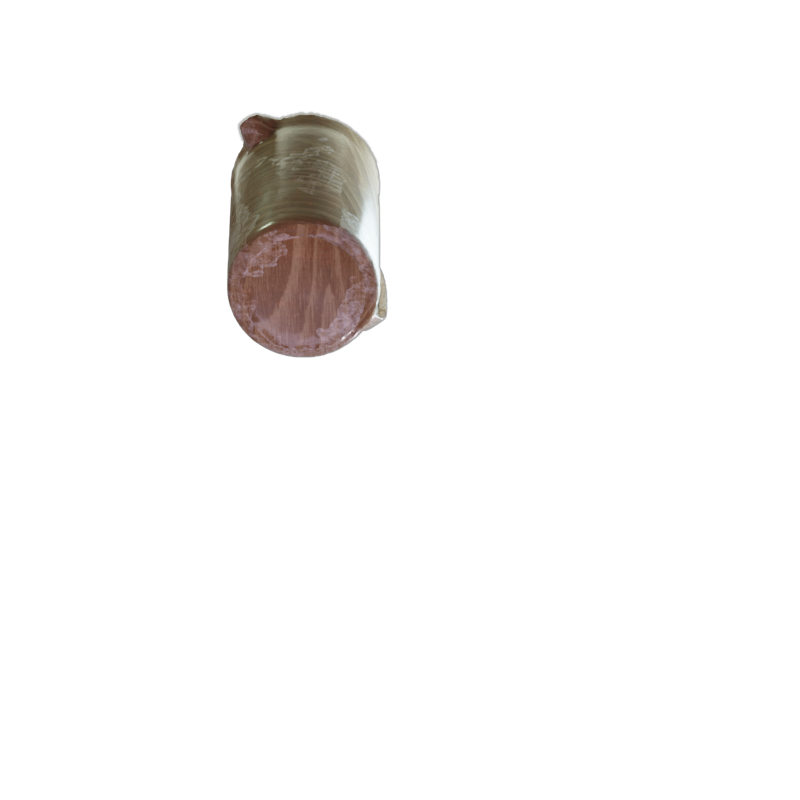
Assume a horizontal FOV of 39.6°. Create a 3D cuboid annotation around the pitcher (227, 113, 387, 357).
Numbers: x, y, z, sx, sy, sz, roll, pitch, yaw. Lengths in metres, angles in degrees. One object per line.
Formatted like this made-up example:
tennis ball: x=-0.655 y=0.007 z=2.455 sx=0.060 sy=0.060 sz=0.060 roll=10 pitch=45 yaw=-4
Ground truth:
pitcher: x=-0.069 y=-0.126 z=0.883 sx=0.148 sy=0.138 sz=0.257 roll=8 pitch=27 yaw=-7
